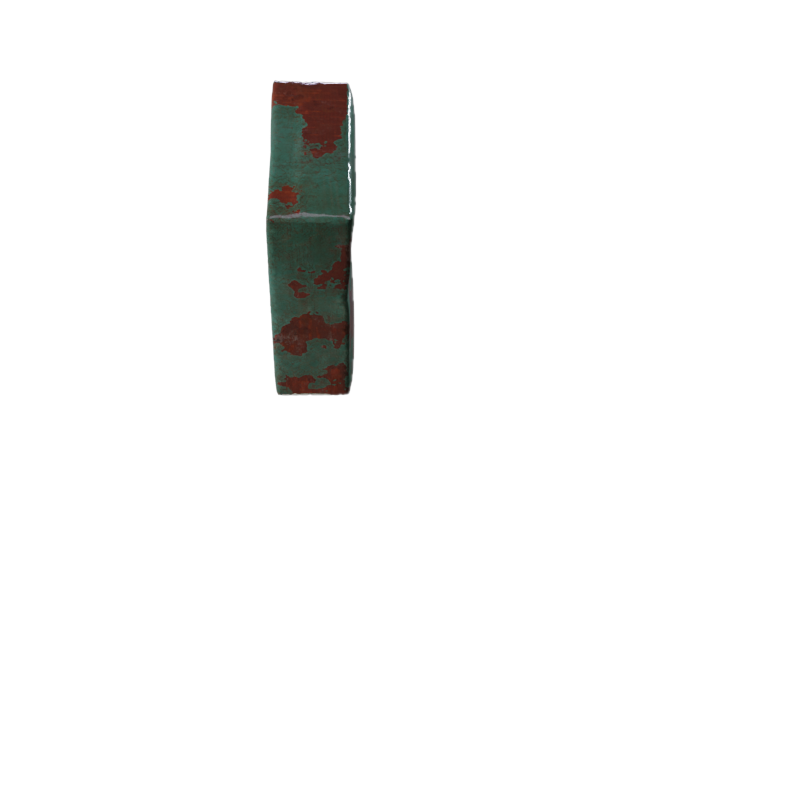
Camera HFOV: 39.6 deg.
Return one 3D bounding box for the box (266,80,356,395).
[{"bbox_3d":[-0.072,-0.131,0.919,0.072,0.176,0.199,0,-40,-4],"label":"box"}]
